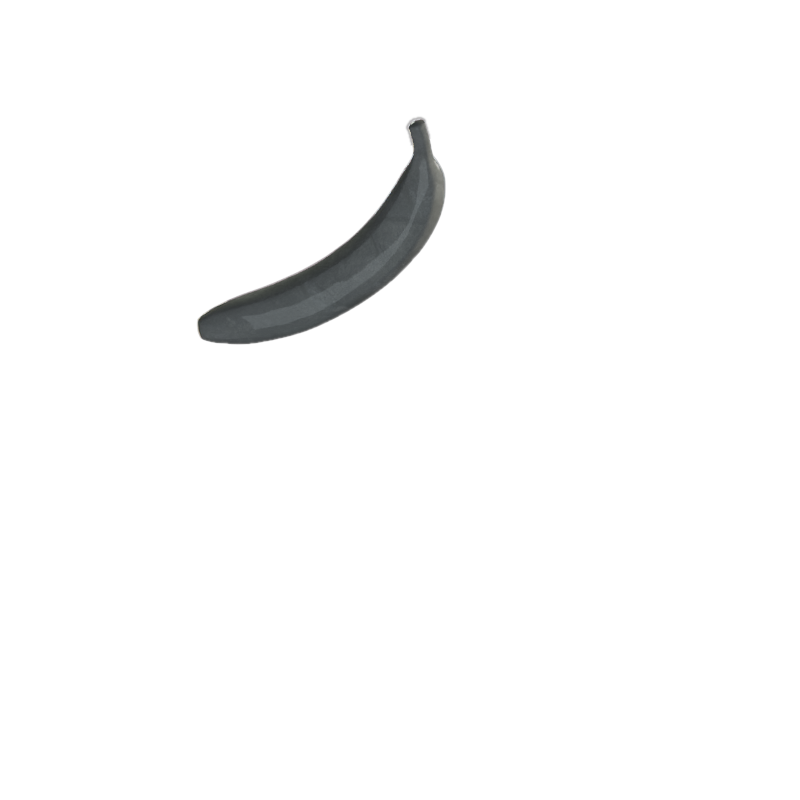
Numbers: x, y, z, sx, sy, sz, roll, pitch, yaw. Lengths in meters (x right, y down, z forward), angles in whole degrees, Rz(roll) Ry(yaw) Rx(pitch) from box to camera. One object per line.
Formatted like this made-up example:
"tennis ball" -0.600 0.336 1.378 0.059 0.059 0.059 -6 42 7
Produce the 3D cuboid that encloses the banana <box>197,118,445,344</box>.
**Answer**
"banana" -0.038 -0.089 0.690 0.196 0.067 0.039 -41 18 15
